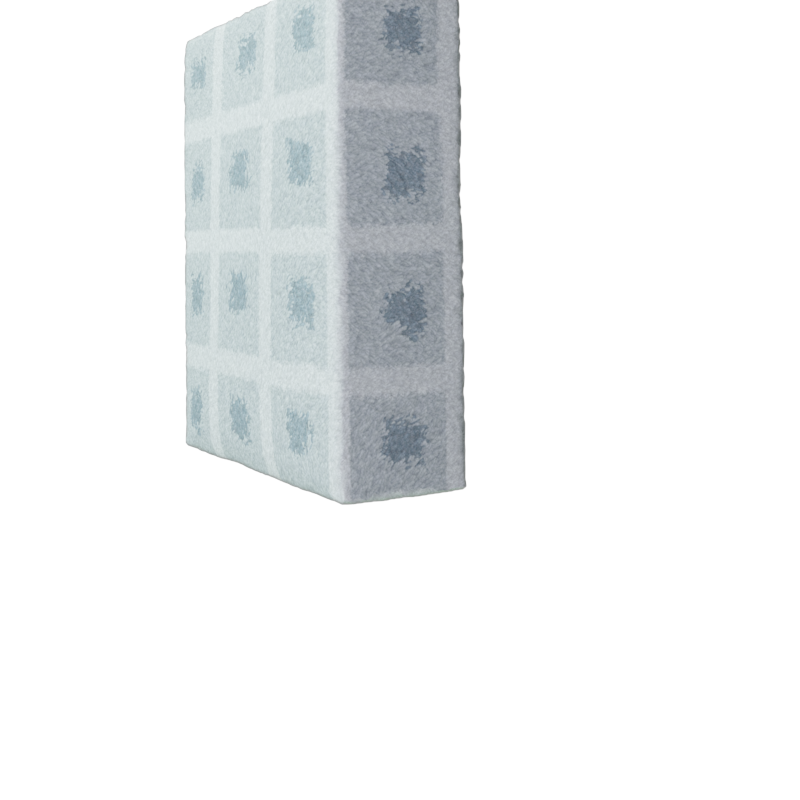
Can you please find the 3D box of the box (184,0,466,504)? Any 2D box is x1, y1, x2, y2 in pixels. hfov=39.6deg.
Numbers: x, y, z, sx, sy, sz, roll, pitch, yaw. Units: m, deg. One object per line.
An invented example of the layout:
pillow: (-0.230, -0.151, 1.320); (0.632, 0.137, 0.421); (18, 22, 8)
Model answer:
box: (-0.041, -0.075, 0.522); (0.069, 0.214, 0.170); (0, 2, -32)
